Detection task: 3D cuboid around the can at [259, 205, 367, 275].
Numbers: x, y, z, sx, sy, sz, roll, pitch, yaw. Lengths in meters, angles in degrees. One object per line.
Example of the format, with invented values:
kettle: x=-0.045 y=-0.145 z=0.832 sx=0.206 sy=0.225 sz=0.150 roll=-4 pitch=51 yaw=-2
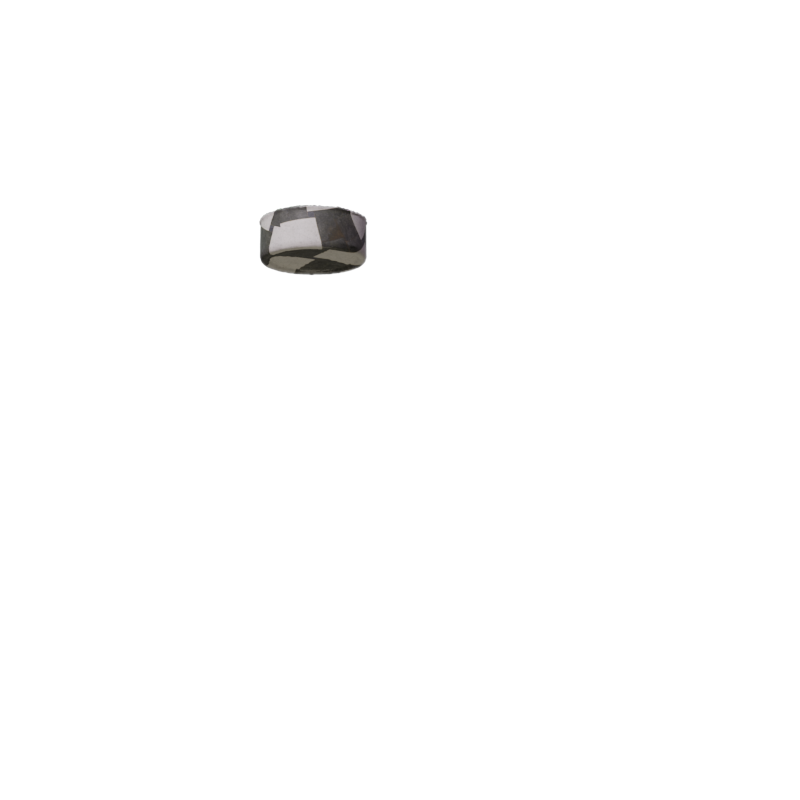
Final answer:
can: x=-0.069 y=-0.125 z=0.879 sx=0.086 sy=0.035 sz=0.083 roll=0 pitch=-10 yaw=-2
